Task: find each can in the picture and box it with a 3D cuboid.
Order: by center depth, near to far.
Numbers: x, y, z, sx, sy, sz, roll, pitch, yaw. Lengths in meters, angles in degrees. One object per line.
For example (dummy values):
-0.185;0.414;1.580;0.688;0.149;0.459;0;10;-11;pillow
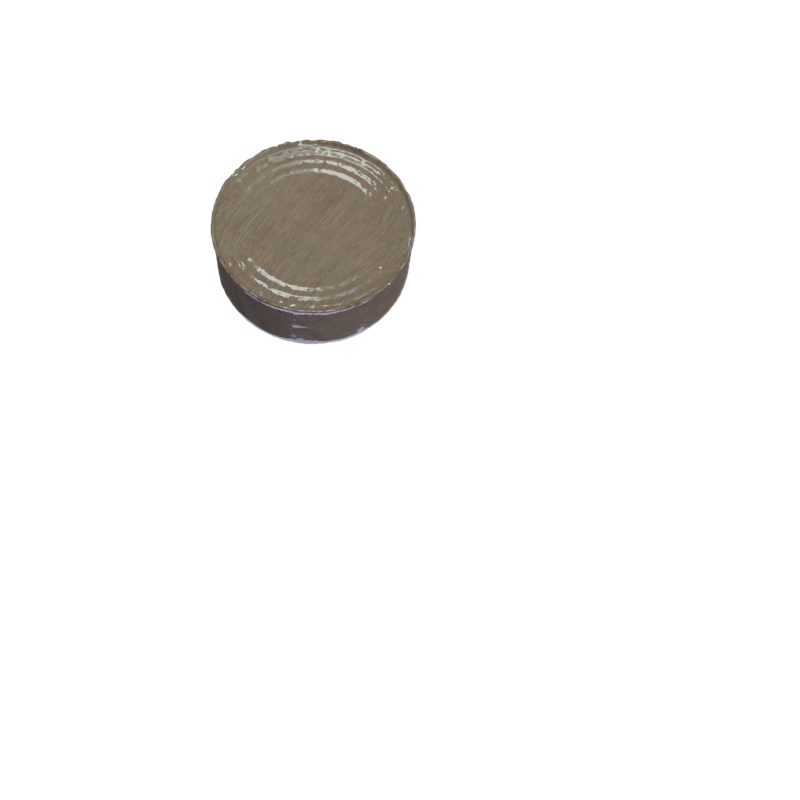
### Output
-0.037;-0.068;0.476;0.086;0.091;0.032;-1;-29;-1;can
